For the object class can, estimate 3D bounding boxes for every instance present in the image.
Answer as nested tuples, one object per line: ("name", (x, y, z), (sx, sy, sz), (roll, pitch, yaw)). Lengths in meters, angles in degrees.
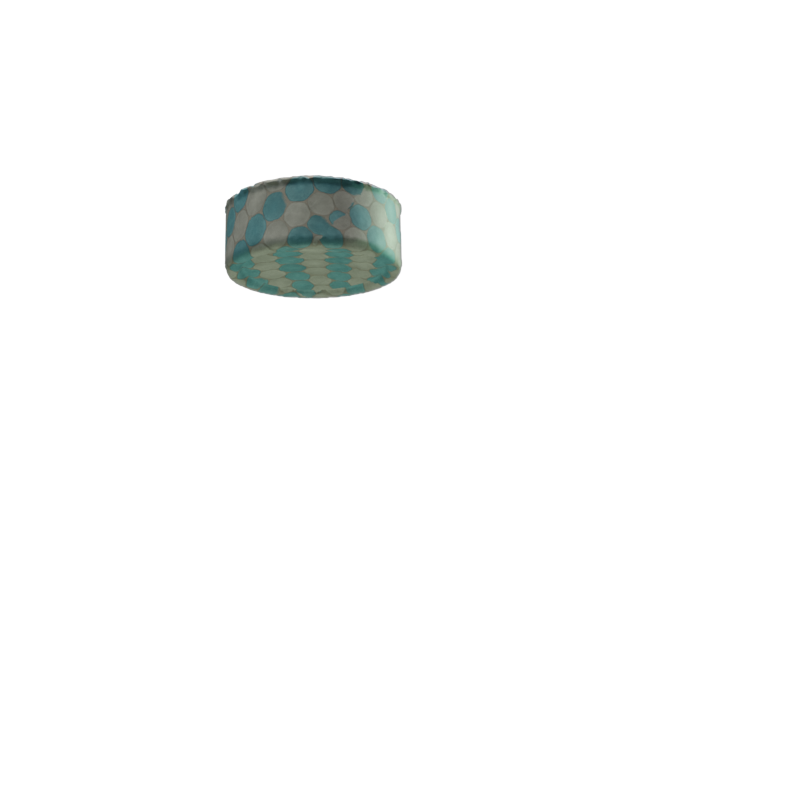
("can", (-0.042, -0.076, 0.533), (0.086, 0.035, 0.083), (0, -13, -2))
